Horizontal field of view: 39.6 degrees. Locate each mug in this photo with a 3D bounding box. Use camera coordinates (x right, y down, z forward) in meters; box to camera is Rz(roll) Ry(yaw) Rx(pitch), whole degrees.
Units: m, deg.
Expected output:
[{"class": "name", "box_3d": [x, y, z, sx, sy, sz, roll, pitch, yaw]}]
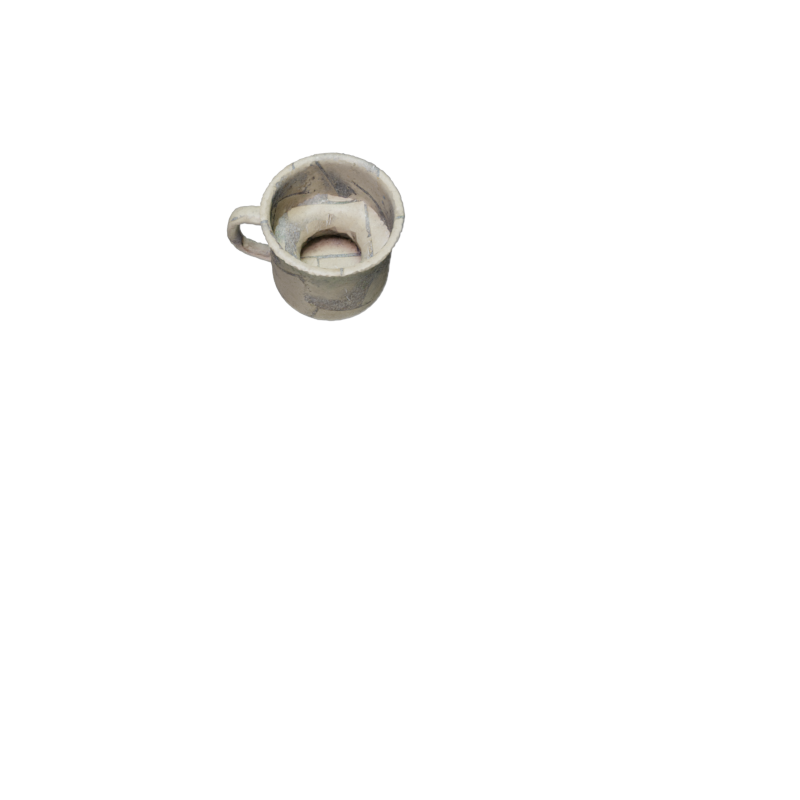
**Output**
[{"class": "mug", "box_3d": [-0.058, -0.106, 0.743, 0.117, 0.099, 0.077, 5, -27, 1]}]
